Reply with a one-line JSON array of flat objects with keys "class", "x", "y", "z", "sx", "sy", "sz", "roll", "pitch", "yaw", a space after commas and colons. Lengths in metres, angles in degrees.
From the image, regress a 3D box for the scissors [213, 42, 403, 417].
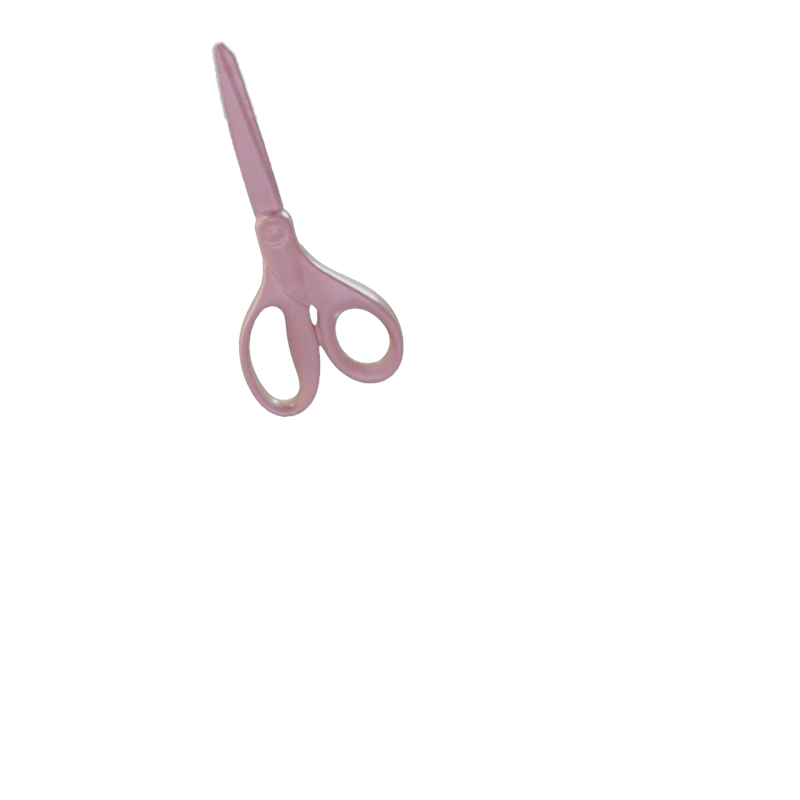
[{"class": "scissors", "x": -0.044, "y": -0.080, "z": 0.562, "sx": 0.096, "sy": 0.191, "sz": 0.017, "roll": 2, "pitch": 25, "yaw": -1}]
